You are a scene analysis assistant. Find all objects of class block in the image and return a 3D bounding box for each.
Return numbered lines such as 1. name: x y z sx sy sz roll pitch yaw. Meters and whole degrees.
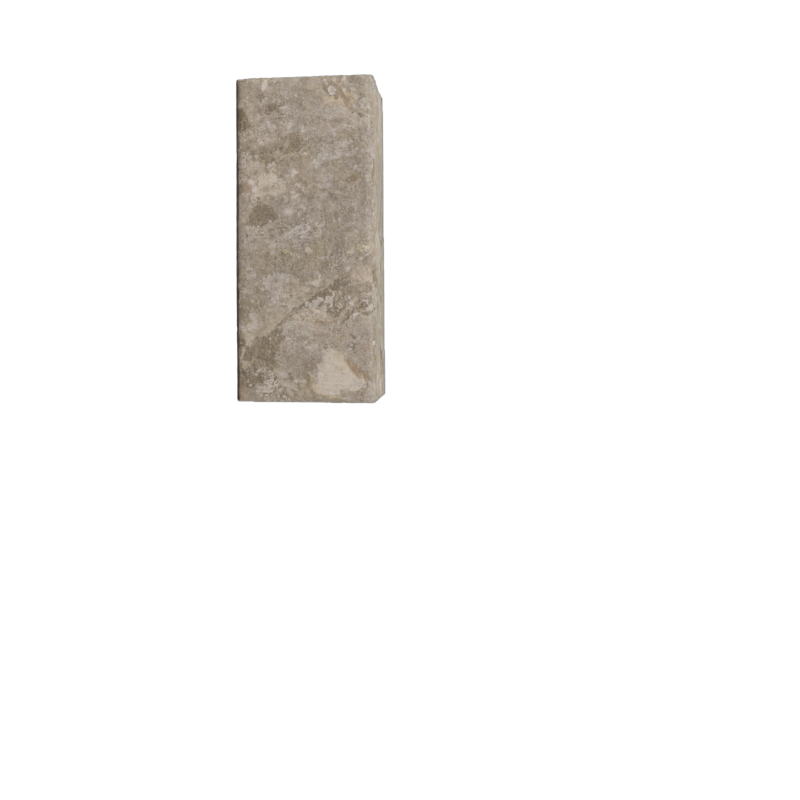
1. block: -0.058 -0.106 0.739 0.091 0.208 0.089 0 -2 6
